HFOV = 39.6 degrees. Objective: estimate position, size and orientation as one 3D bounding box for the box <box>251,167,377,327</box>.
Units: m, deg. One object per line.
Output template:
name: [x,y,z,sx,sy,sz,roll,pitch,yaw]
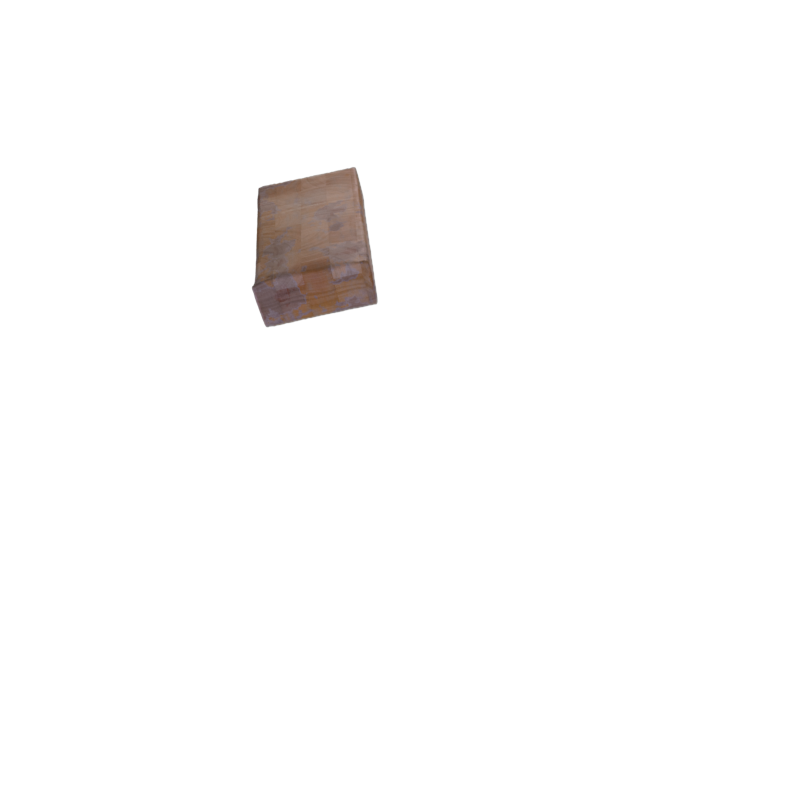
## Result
box: [-0.072,-0.132,0.924,0.094,0.045,0.187,-12,32,4]
